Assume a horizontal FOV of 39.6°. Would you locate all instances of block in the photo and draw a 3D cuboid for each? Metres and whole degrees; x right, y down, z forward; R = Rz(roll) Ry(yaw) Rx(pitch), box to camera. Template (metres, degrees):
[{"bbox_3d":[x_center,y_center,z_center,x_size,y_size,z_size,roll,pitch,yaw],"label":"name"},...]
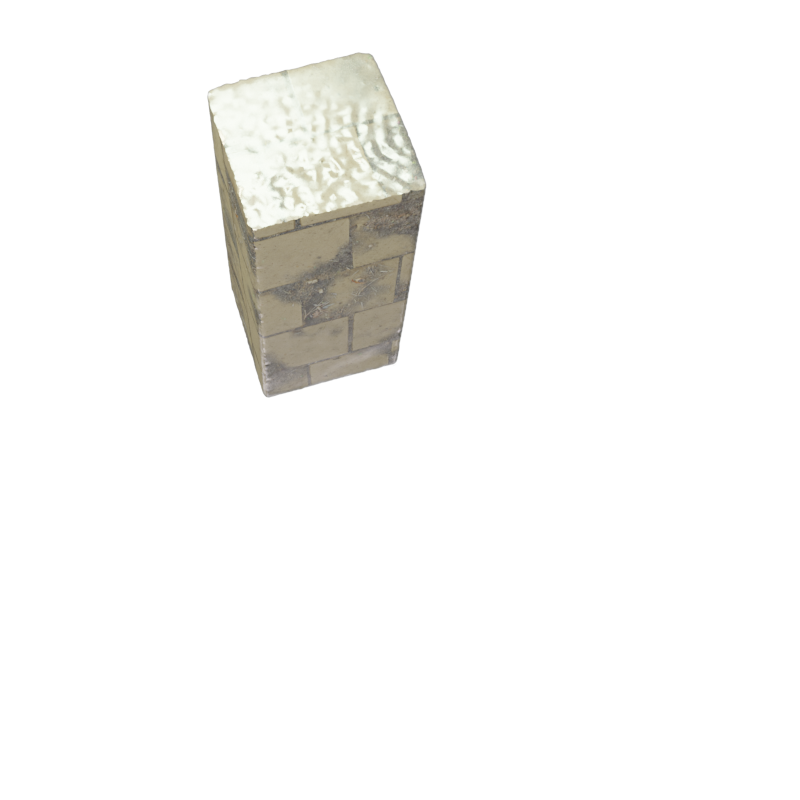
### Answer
[{"bbox_3d":[-0.049,-0.091,0.632,0.090,0.096,0.195,-15,-22,-10],"label":"block"}]
